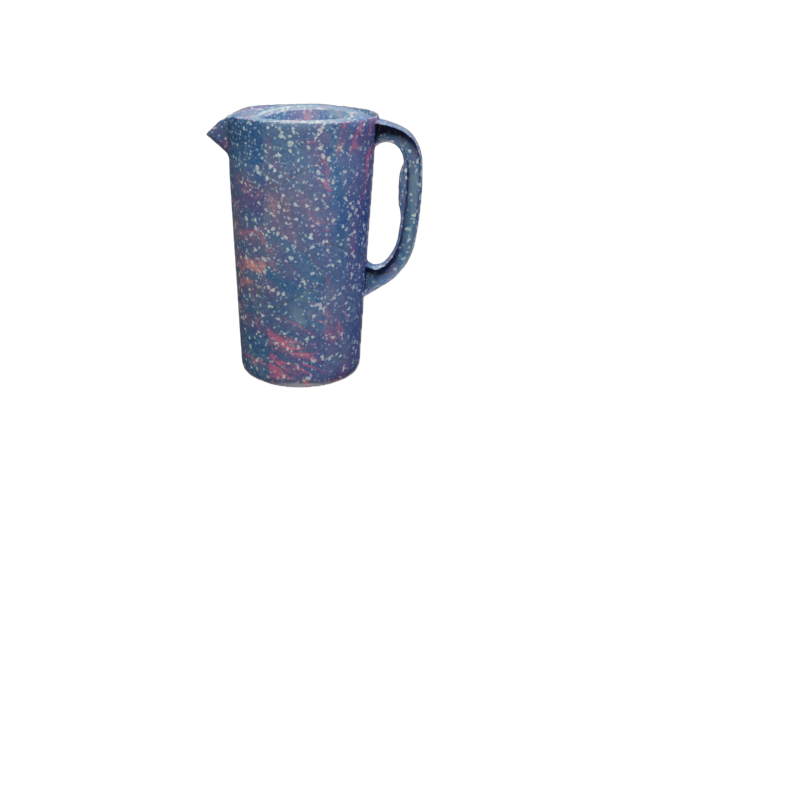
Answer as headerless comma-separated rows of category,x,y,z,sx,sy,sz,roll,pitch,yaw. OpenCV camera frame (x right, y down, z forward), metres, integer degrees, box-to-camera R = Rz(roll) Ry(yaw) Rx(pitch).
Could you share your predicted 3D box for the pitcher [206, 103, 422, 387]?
pitcher,-0.077,-0.140,0.983,0.142,0.235,0.158,-14,22,-41
